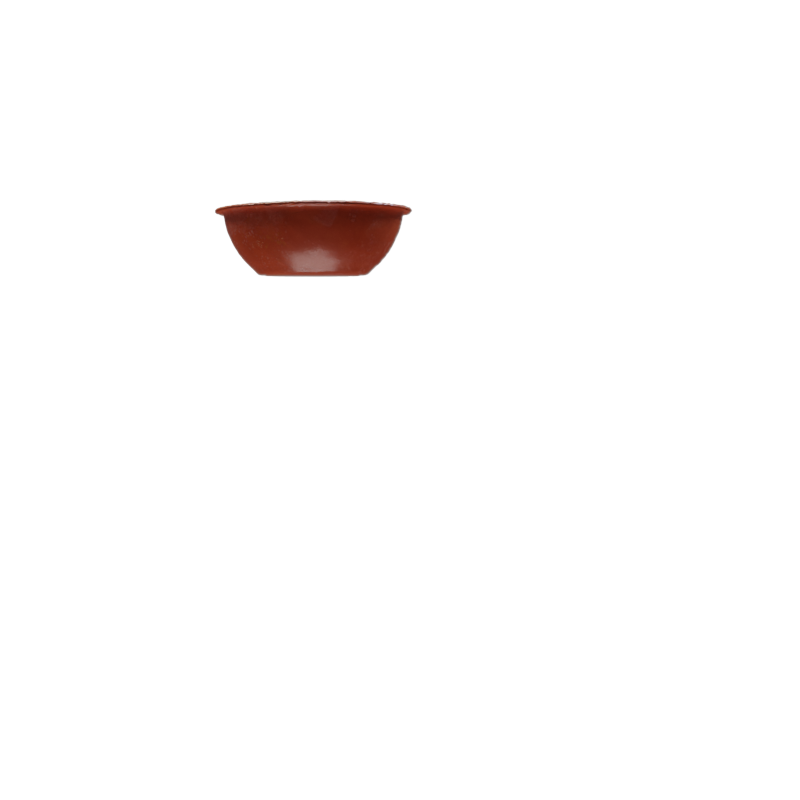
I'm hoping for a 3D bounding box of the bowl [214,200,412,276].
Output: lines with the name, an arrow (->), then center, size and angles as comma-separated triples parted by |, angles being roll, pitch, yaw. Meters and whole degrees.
bowl -> -0.071, -0.130, 0.910 | 0.162, 0.055, 0.162 | 0, 4, -2
